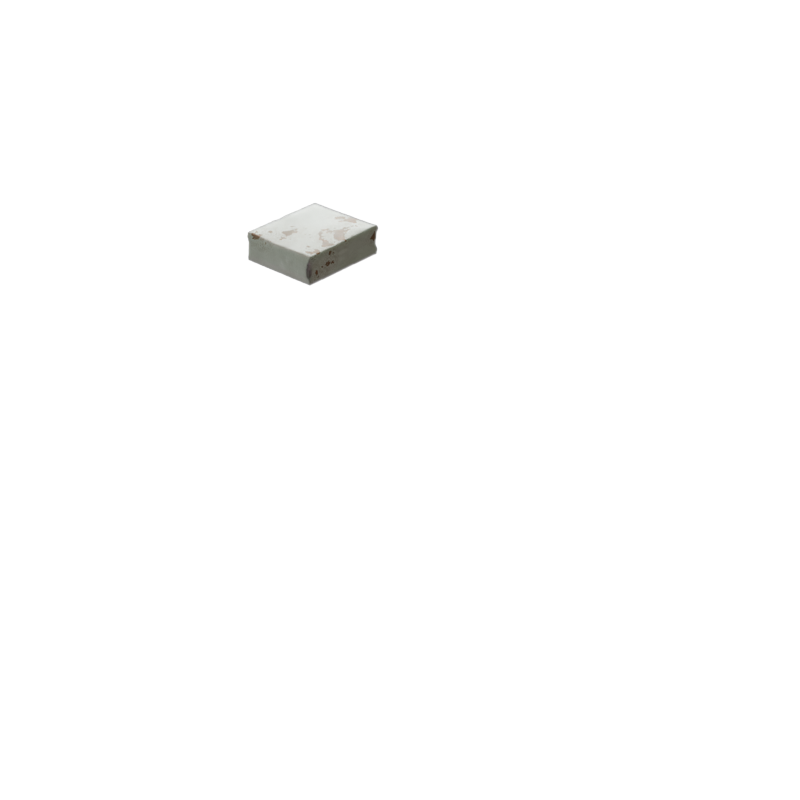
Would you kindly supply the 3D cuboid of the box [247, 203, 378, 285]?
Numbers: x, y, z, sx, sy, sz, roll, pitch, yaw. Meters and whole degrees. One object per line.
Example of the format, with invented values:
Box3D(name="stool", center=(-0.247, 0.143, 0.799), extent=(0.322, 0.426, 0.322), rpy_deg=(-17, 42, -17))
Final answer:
Box3D(name="box", center=(-0.074, -0.135, 0.946), extent=(0.078, 0.028, 0.089), rpy_deg=(24, 39, 34))
